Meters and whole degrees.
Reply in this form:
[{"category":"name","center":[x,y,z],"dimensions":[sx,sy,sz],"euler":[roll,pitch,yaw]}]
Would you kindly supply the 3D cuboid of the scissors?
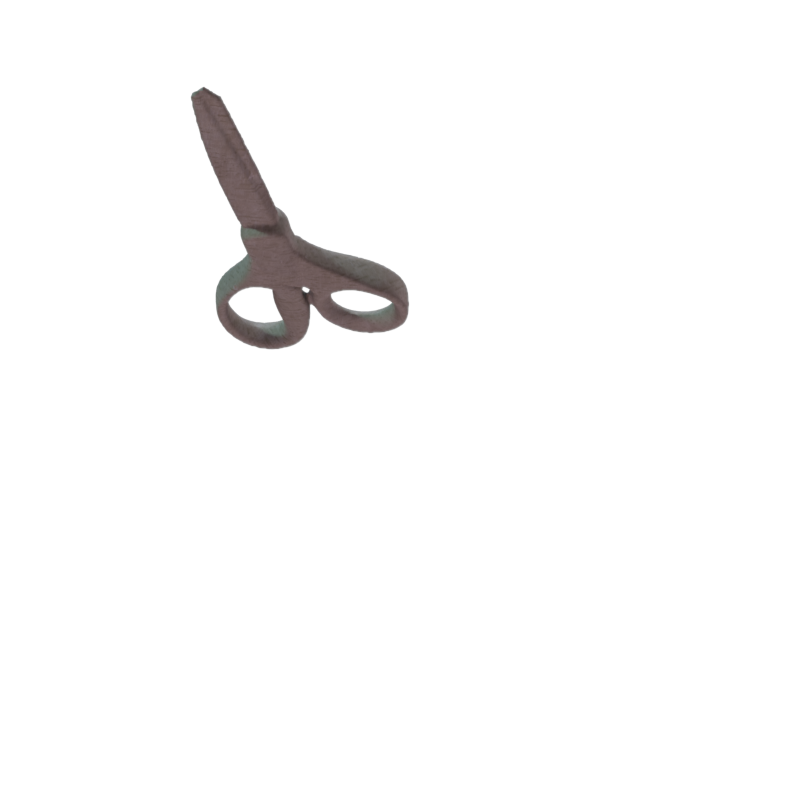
[{"category":"scissors","center":[-0.035,-0.064,0.447],"dimensions":[0.095,0.017,0.193],"euler":[3,-21,-8]}]
